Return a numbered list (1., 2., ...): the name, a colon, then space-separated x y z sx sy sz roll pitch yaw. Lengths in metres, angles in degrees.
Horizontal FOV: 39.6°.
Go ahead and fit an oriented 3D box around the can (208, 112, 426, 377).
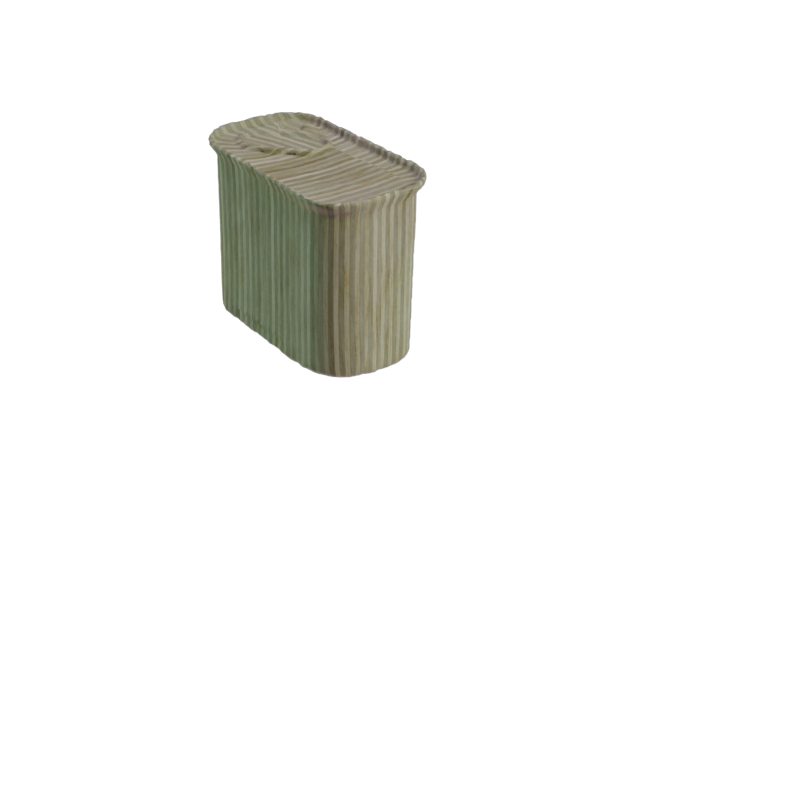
1. can: -0.038 -0.069 0.481 0.057 0.079 0.109 -20 37 -32
